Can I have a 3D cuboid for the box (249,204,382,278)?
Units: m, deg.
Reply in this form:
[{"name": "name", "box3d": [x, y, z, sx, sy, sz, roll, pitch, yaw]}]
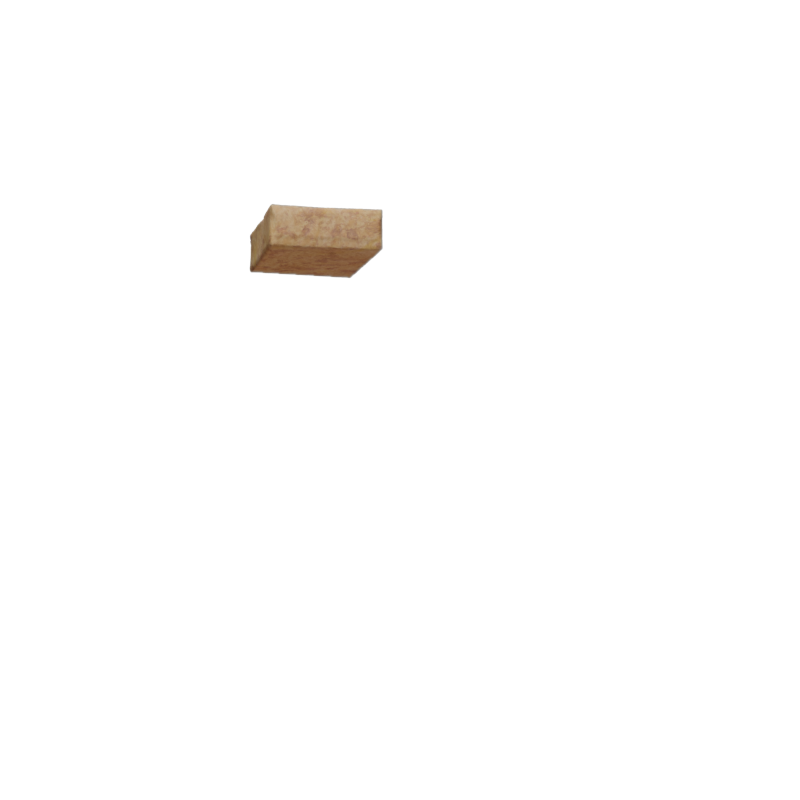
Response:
[{"name": "box", "box3d": [-0.058, -0.105, 0.735, 0.072, 0.031, 0.089, 2, -6, -14]}]
